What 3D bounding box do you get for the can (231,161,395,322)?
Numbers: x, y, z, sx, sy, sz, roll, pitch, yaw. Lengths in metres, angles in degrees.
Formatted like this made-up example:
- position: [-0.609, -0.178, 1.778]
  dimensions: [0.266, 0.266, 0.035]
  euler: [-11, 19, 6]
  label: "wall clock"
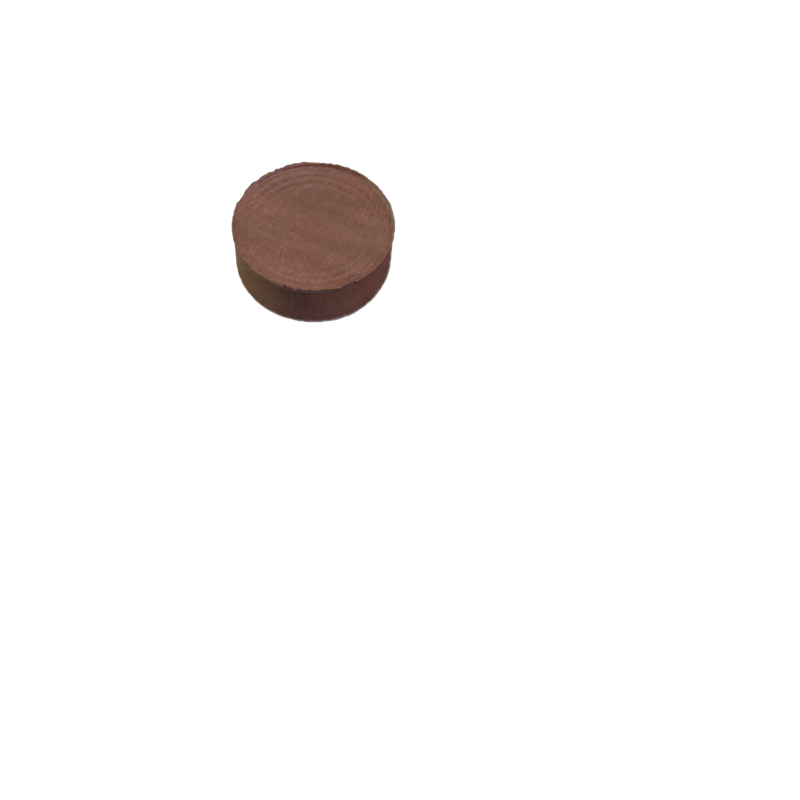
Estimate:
- position: [-0.046, -0.085, 0.592]
  dimensions: [0.086, 0.092, 0.031]
  euler: [-1, -34, -1]
  label: "can"
